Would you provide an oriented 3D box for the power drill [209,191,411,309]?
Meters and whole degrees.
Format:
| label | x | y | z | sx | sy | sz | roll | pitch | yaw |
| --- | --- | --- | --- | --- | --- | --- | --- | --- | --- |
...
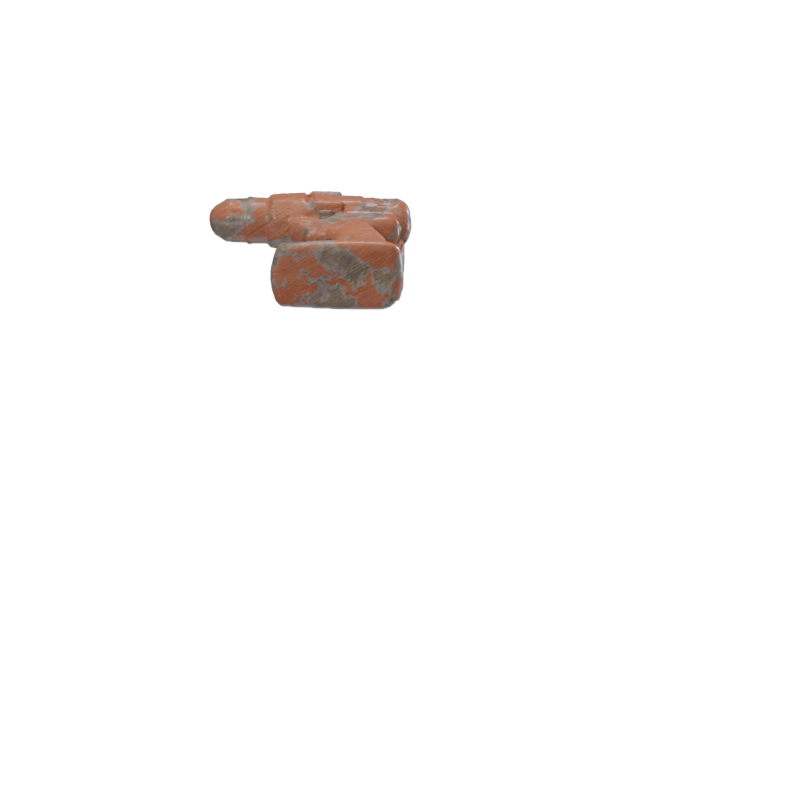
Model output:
| label | x | y | z | sx | sy | sz | roll | pitch | yaw |
| --- | --- | --- | --- | --- | --- | --- | --- | --- | --- |
| power drill | -0.075 | -0.136 | 0.952 | 0.184 | 0.055 | 0.198 | -2 | 25 | -4 |
